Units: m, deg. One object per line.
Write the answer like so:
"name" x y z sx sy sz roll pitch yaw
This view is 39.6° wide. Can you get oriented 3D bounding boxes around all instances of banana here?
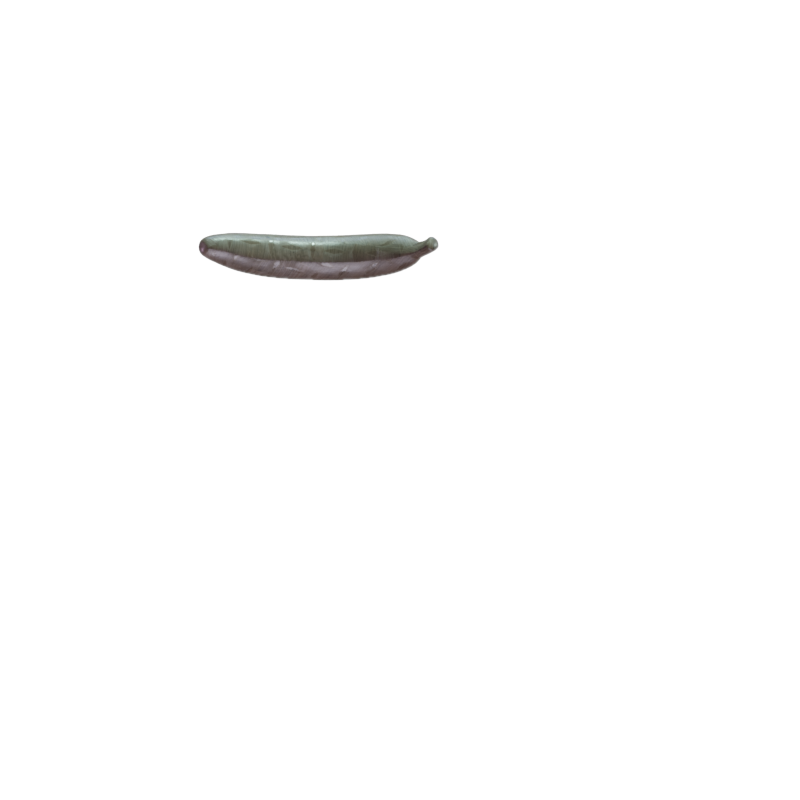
"banana" -0.068 -0.126 0.940 0.199 0.039 0.066 -2 -20 4
